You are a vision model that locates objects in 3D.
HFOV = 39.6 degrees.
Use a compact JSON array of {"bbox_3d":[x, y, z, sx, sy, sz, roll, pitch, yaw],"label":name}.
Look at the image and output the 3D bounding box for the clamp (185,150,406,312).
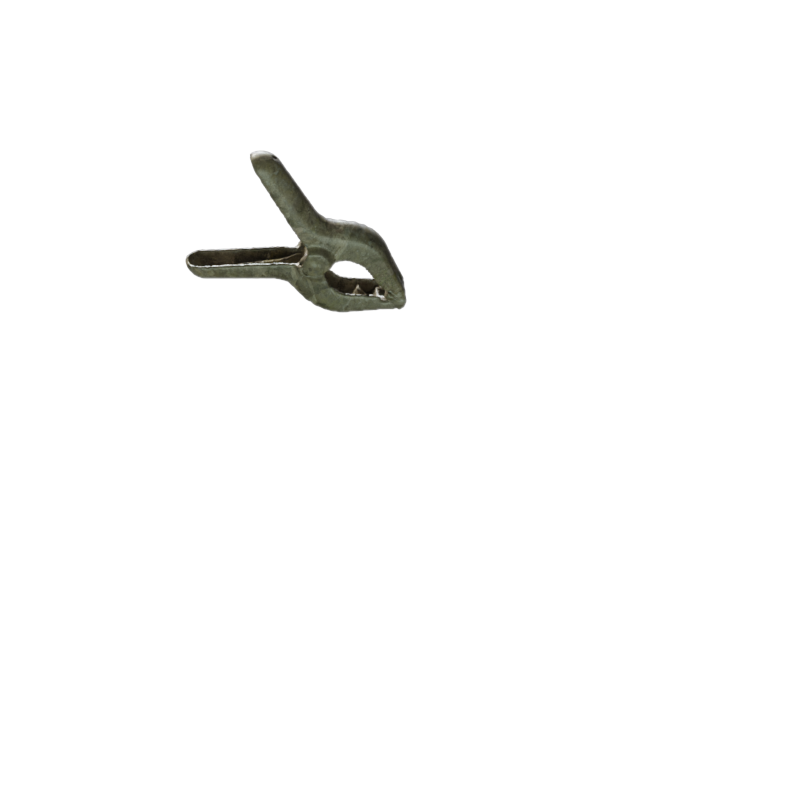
[{"bbox_3d":[-0.066,-0.120,0.843,0.167,0.042,0.115,15,-46,-15],"label":"clamp"}]
